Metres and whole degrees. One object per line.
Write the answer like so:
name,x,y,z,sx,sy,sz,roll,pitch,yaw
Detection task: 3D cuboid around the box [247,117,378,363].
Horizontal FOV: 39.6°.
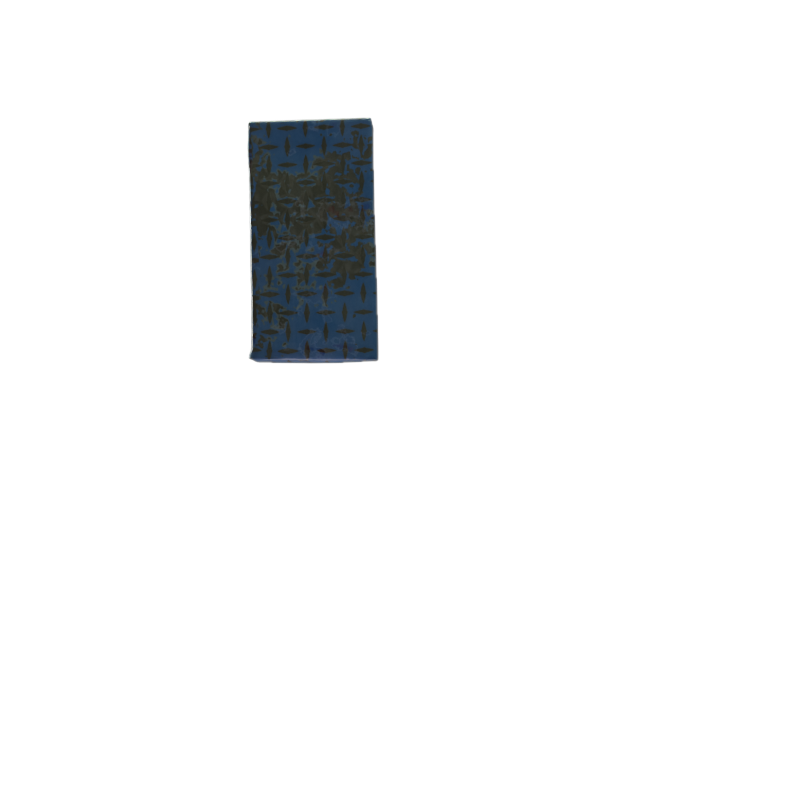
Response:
box,-0.063,-0.116,0.813,0.094,0.180,0.047,-1,-8,4
